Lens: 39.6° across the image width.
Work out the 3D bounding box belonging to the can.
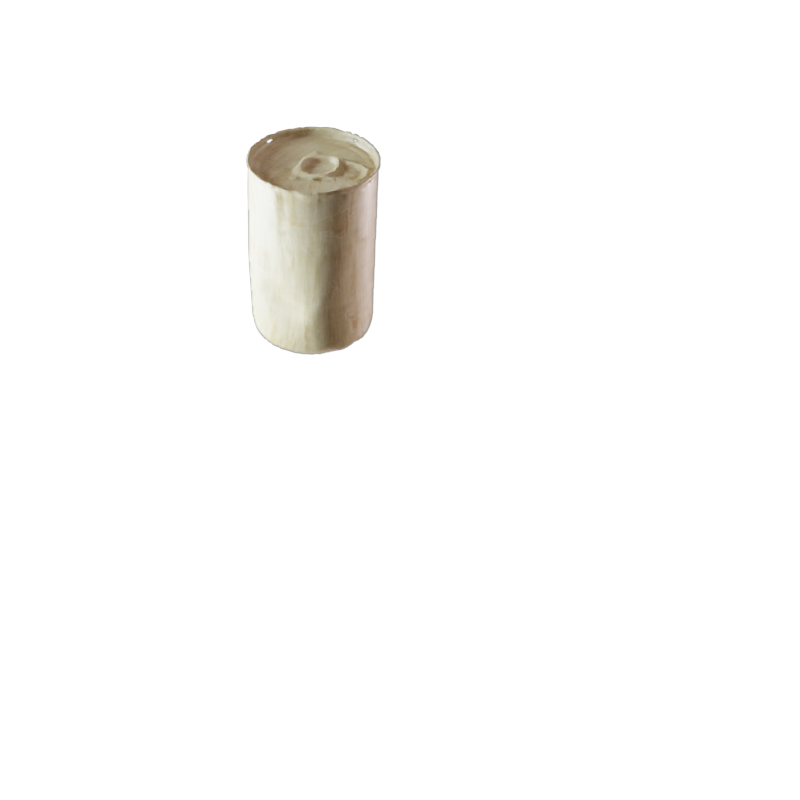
[{"bbox_3d":[-0.046,-0.084,0.585,0.068,0.096,0.073,0,37,-3],"label":"can"}]
